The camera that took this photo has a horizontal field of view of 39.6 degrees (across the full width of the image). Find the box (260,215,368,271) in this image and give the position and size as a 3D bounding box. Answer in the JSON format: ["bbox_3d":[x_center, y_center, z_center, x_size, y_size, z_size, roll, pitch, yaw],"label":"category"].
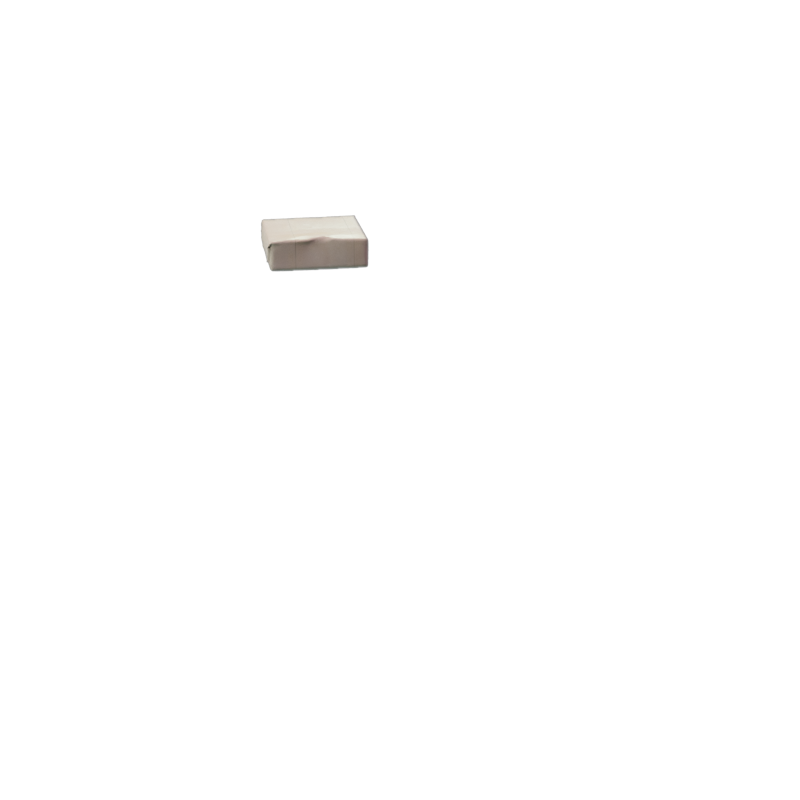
[{"bbox_3d":[-0.078,-0.141,0.990,0.088,0.029,0.077,-3,24,-8],"label":"box"}]
